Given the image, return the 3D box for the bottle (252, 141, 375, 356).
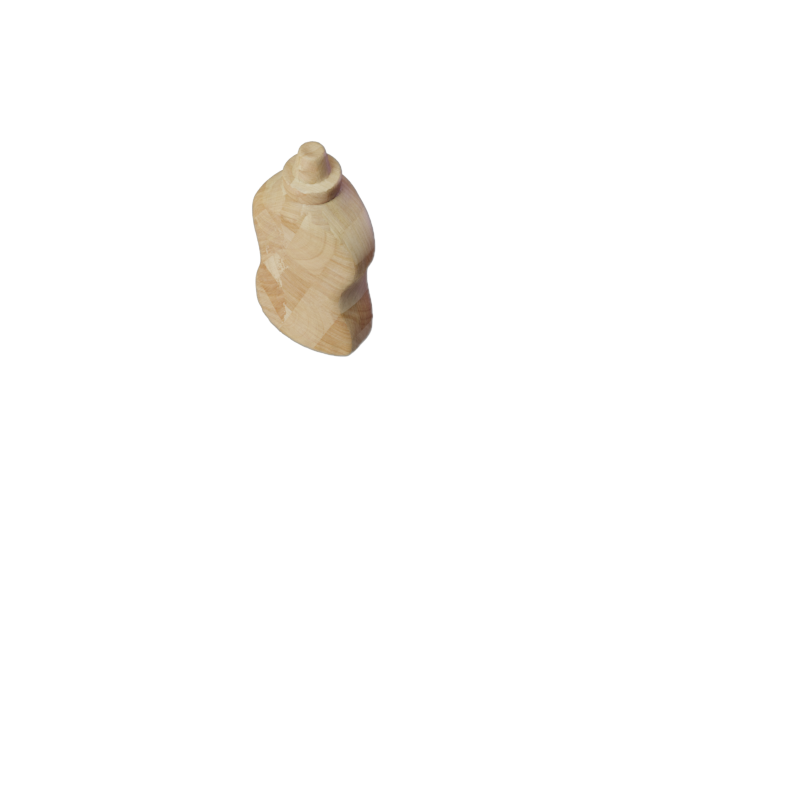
[{"bbox_3d":[-0.064,-0.115,0.808,0.101,0.059,0.179,35,-30,20],"label":"bottle"}]
